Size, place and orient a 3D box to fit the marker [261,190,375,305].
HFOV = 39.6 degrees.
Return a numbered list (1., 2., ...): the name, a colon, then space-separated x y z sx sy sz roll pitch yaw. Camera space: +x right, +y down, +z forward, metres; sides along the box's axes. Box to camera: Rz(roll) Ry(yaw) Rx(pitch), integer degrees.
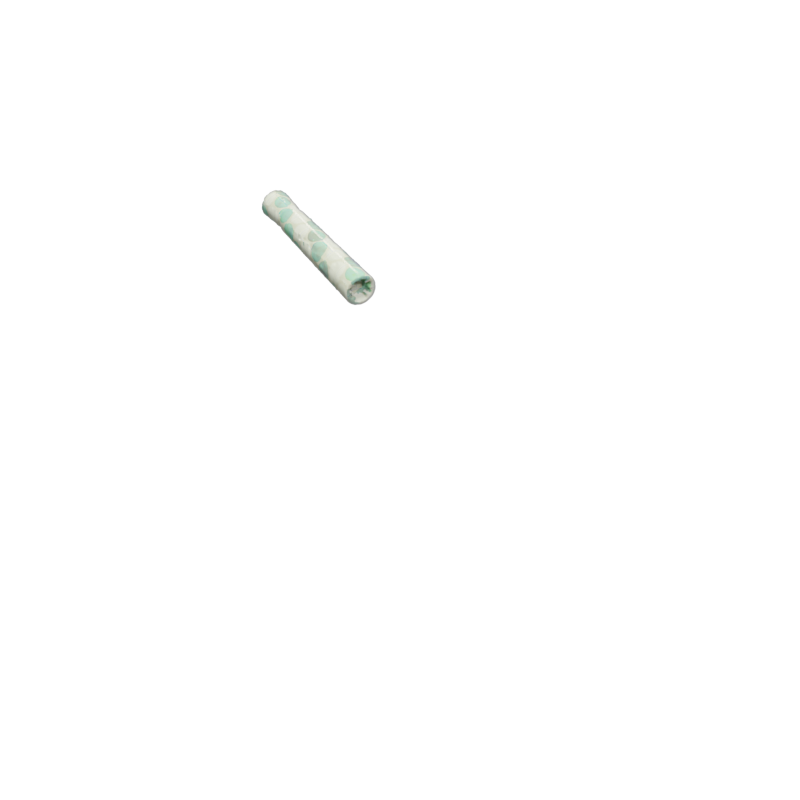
1. marker: -0.051 -0.093 0.649 0.019 0.019 0.131 -2 32 -31
